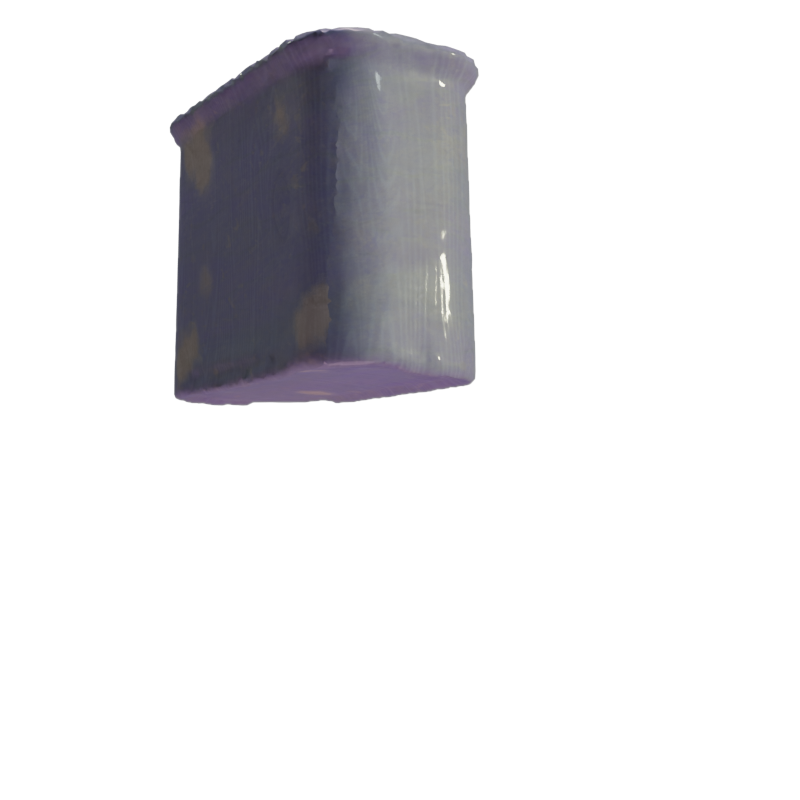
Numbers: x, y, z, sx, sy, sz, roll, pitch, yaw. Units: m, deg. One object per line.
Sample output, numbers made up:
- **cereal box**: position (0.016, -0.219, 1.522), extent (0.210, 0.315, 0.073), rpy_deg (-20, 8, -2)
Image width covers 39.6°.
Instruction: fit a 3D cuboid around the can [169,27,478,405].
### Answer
- **can**: position (-0.024, -0.044, 0.308), extent (0.055, 0.086, 0.104), rpy_deg (7, -11, -34)
